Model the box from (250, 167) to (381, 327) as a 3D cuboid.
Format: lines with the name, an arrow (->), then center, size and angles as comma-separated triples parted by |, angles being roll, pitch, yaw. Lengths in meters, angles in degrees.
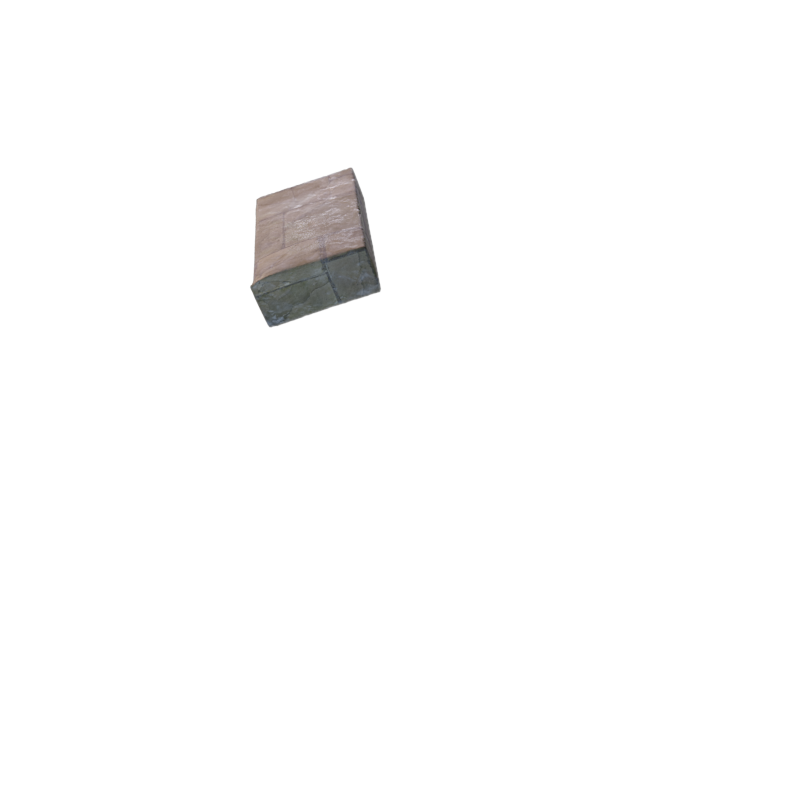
box -> -0.070, -0.129, 0.902 | 0.094, 0.045, 0.186 | -17, 28, 5
